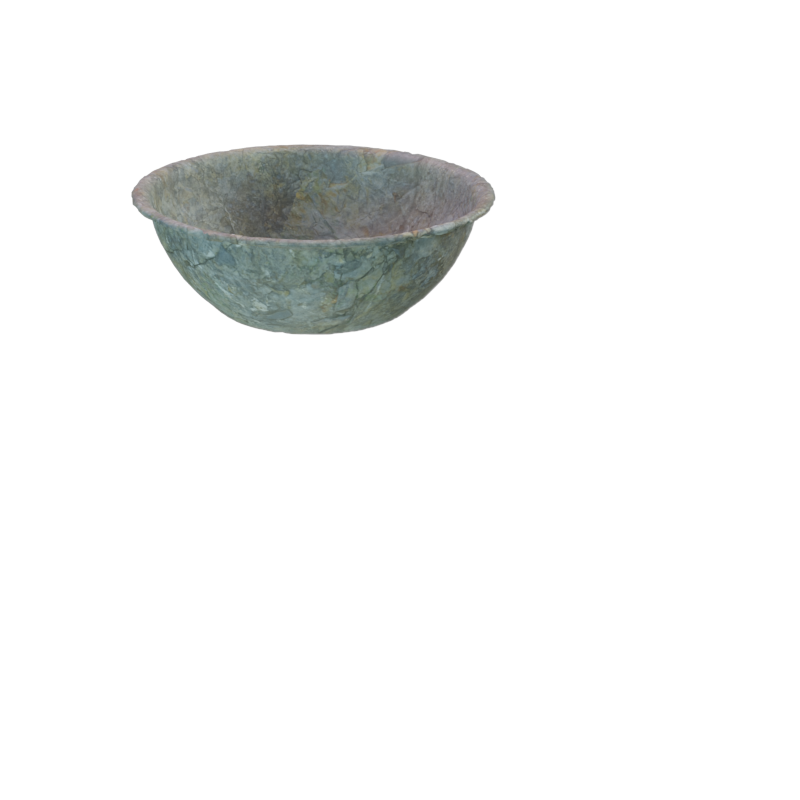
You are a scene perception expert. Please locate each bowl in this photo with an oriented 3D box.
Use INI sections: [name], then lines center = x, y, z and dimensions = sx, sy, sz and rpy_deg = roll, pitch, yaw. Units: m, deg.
[bowl]
center = -0.039, -0.072, 0.504
dimensions = 0.162, 0.052, 0.170
rpy_deg = -1, 24, -2
